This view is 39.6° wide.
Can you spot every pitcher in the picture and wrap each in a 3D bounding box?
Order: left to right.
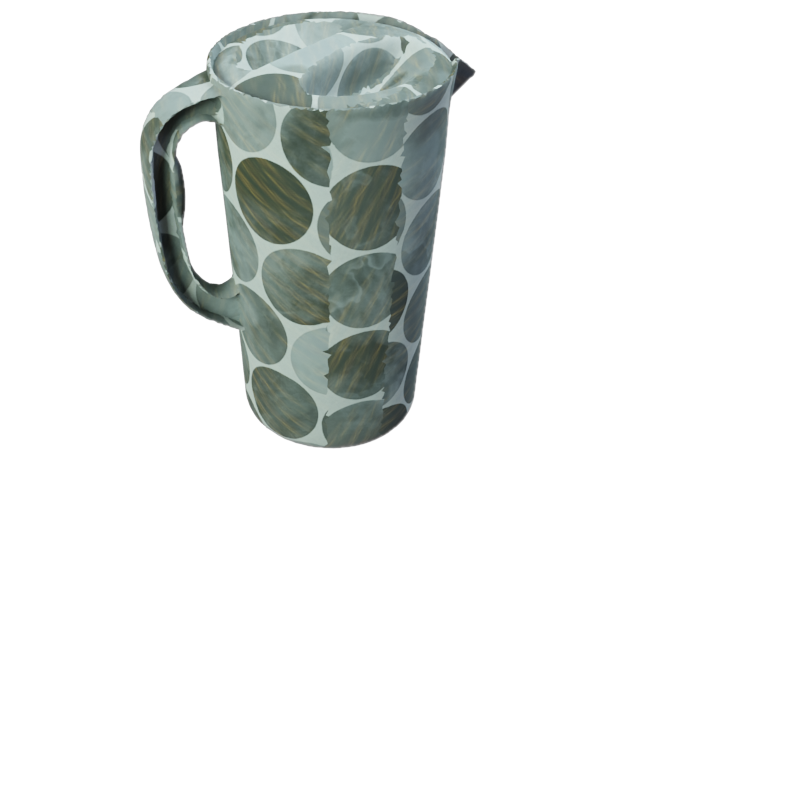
[{"bbox_3d":[-0.050,-0.092,0.645,0.154,0.228,0.150,14,37,16],"label":"pitcher"}]
